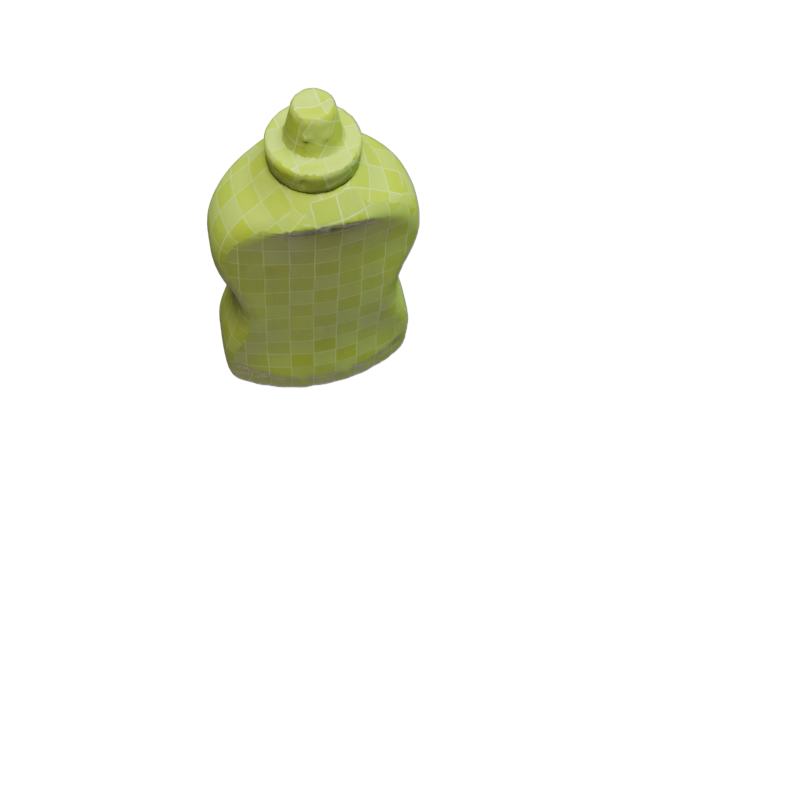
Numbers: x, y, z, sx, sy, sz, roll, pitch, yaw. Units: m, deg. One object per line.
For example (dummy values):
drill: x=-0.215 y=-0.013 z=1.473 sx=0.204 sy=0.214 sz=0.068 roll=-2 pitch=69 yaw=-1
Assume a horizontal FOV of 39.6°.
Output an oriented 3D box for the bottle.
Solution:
bottle: x=-0.040 y=-0.074 z=0.516 sx=0.095 sy=0.062 sz=0.180 roll=-8 pitch=-27 yaw=-8
